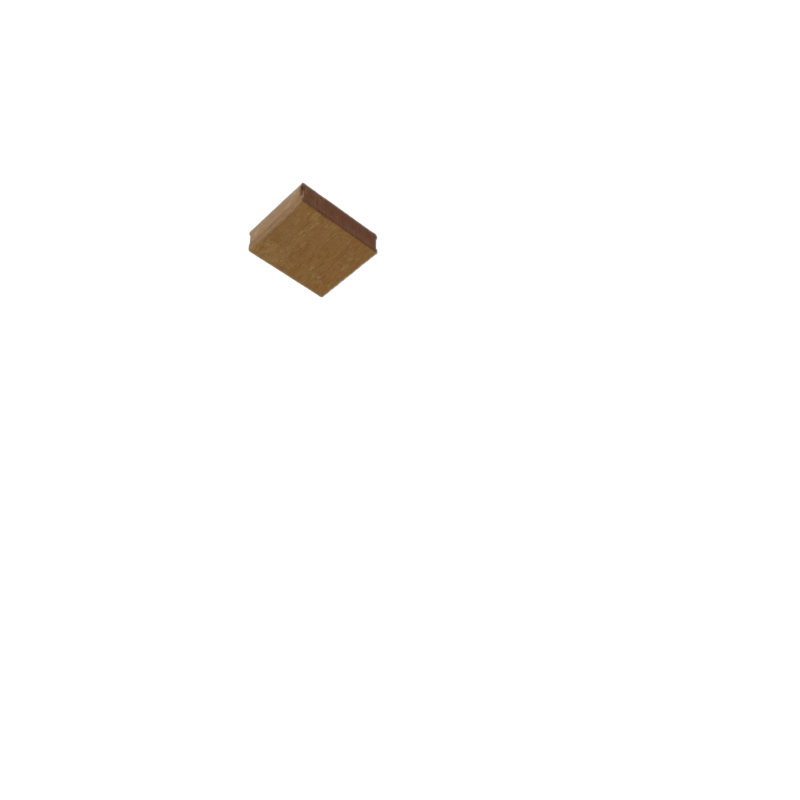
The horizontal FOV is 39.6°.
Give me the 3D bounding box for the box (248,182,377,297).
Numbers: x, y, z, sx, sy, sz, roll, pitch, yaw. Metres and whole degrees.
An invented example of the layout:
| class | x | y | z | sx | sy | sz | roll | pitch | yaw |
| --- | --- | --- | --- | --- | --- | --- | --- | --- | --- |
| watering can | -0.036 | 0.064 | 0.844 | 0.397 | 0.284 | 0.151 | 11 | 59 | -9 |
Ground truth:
| class | x | y | z | sx | sy | sz | roll | pitch | yaw |
| --- | --- | --- | --- | --- | --- | --- | --- | --- | --- |
| box | -0.075 | -0.138 | 0.966 | 0.084 | 0.032 | 0.072 | 33 | -55 | -28 |
